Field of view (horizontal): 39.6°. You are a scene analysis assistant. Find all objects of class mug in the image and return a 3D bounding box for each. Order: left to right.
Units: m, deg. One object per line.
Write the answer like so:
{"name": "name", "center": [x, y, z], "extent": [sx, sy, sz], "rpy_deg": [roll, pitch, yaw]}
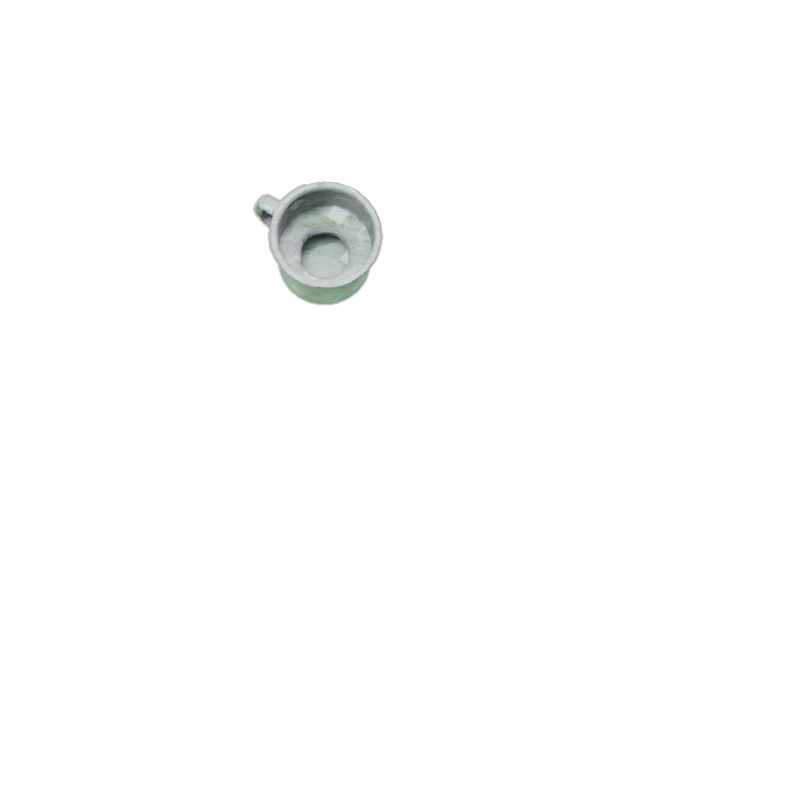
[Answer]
{"name": "mug", "center": [-0.074, -0.136, 0.951], "extent": [0.119, 0.095, 0.078], "rpy_deg": [30, -14, 7]}
